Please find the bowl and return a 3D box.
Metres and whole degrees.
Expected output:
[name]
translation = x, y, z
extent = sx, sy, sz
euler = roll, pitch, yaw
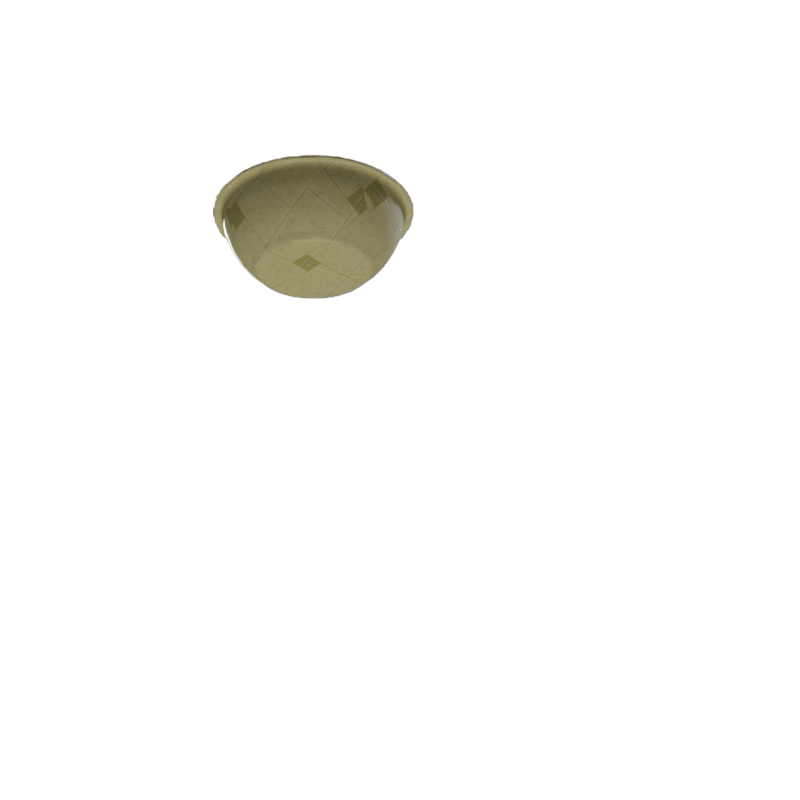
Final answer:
[bowl]
translation = -0.069, -0.126, 0.881
extent = 0.162, 0.058, 0.153
euler = 1, -26, -2
